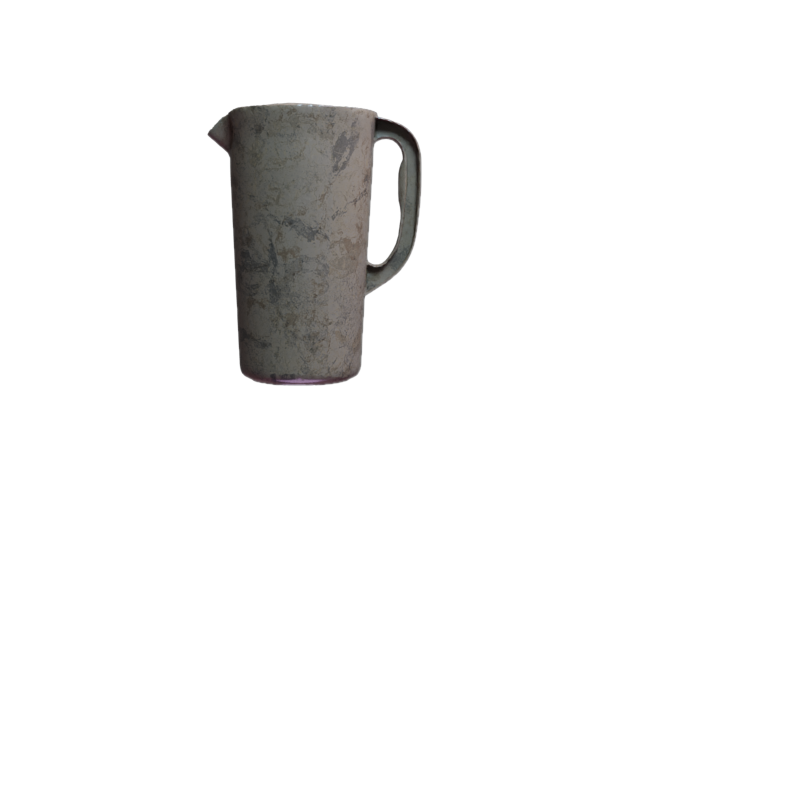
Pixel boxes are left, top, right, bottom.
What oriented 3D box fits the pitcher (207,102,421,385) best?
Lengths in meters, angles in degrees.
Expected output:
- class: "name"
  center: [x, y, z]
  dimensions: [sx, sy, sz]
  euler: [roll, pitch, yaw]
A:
- class: "pitcher"
  center: [-0.077, -0.140, 0.979]
  dimensions: [0.156, 0.242, 0.140]
  euler: [4, 5, 44]
